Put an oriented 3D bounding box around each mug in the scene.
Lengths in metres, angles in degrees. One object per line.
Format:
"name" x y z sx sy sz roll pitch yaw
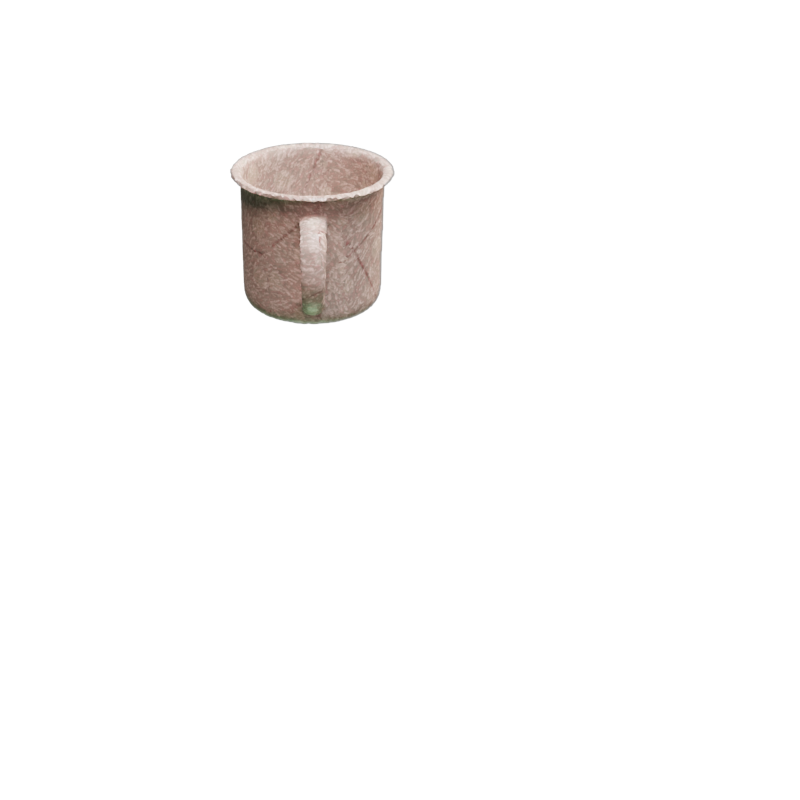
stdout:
"mug" -0.050 -0.091 0.635 0.093 0.077 0.125 -2 29 -5
